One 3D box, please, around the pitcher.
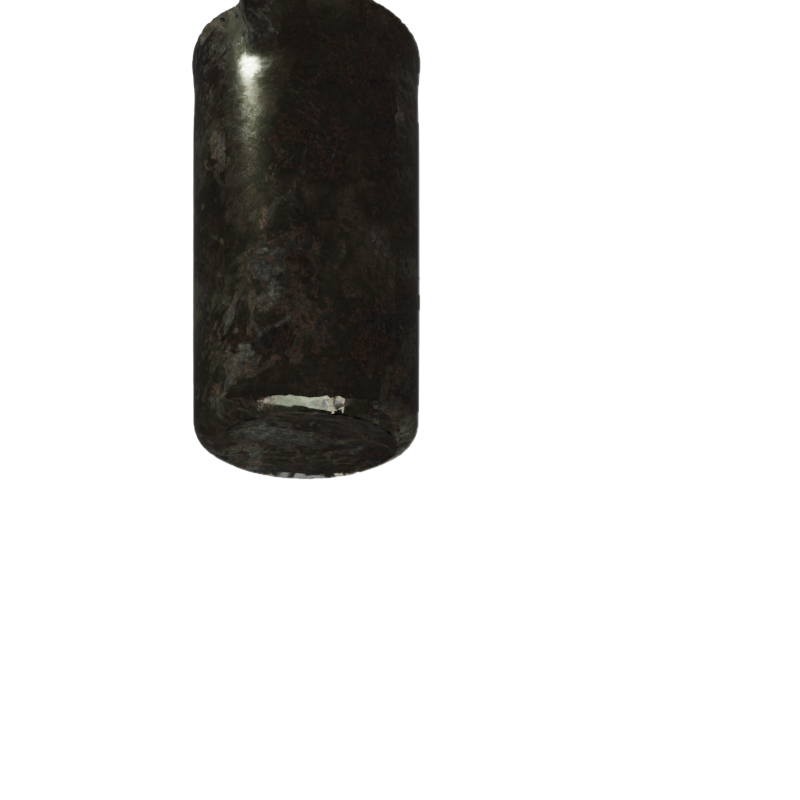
[{"bbox_3d":[-0.047,-0.085,0.597,0.143,0.259,0.142,15,-33,-28],"label":"pitcher"}]
